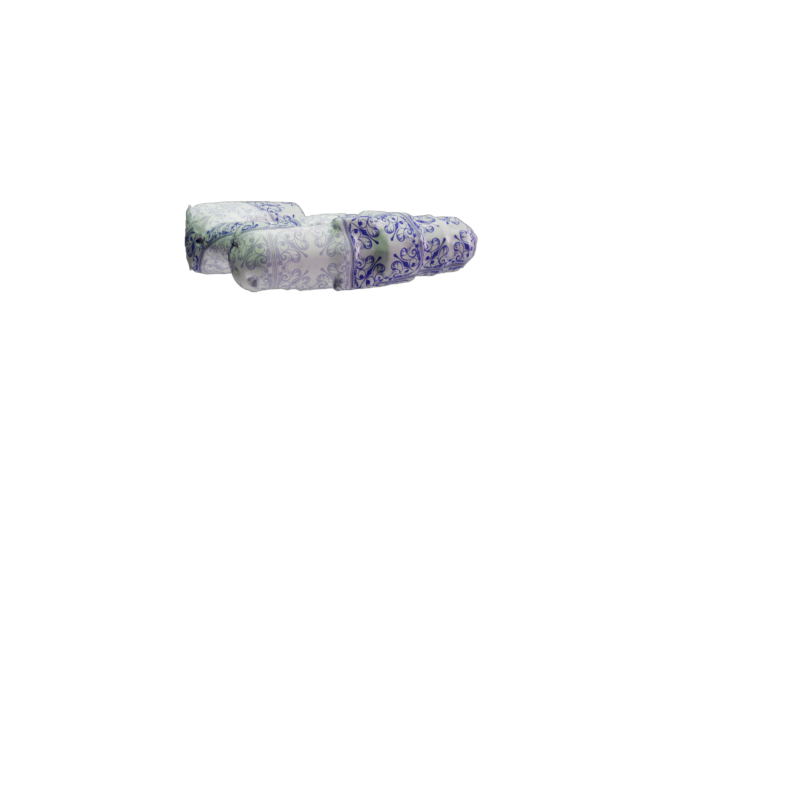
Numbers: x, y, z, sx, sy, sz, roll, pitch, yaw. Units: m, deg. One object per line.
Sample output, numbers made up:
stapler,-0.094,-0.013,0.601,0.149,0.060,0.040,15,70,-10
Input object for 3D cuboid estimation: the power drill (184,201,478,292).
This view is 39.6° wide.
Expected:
power drill,-0.063,-0.115,0.808,0.179,0.056,0.196,-6,12,-29
